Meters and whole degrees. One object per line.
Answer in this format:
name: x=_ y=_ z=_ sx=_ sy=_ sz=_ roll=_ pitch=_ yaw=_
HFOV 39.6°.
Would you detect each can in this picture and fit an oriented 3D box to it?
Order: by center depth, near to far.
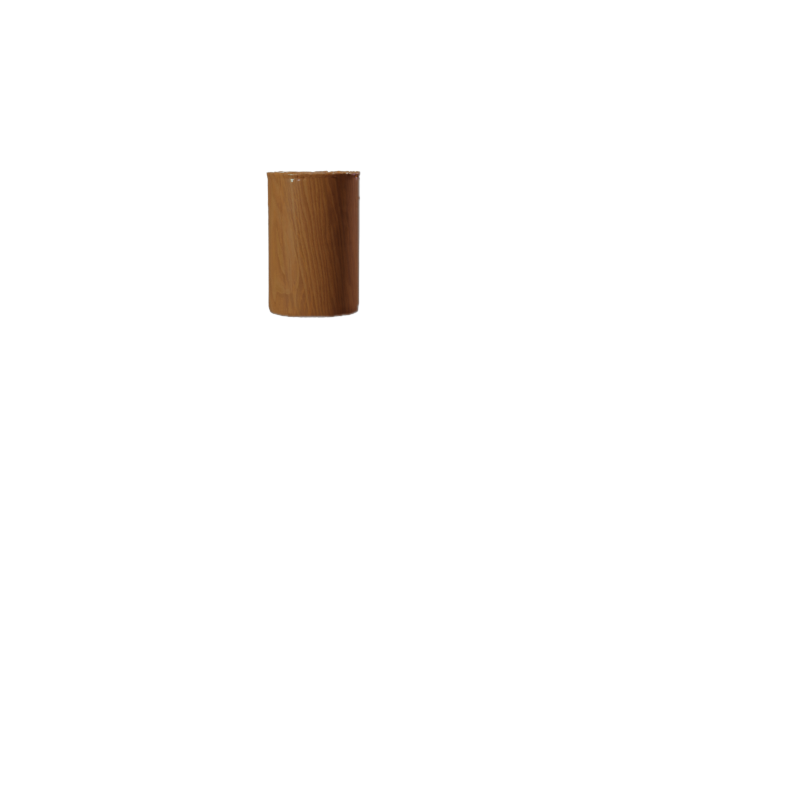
can: x=-0.063 y=-0.115 z=0.804 sx=0.068 sy=0.101 sz=0.070 roll=0 pitch=7 yaw=-2
